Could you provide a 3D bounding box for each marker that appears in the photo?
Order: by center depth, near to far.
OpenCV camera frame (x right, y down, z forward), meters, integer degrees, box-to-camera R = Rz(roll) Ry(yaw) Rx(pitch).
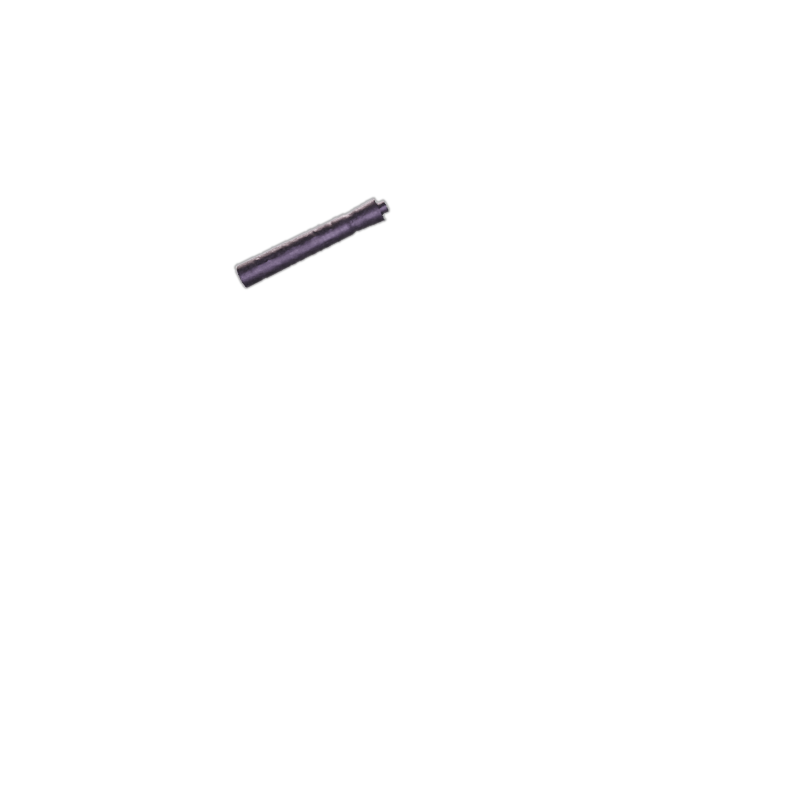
[{"bbox_3d":[-0.064,-0.117,0.817,0.121,0.020,0.020,-25,1,7],"label":"marker"}]
